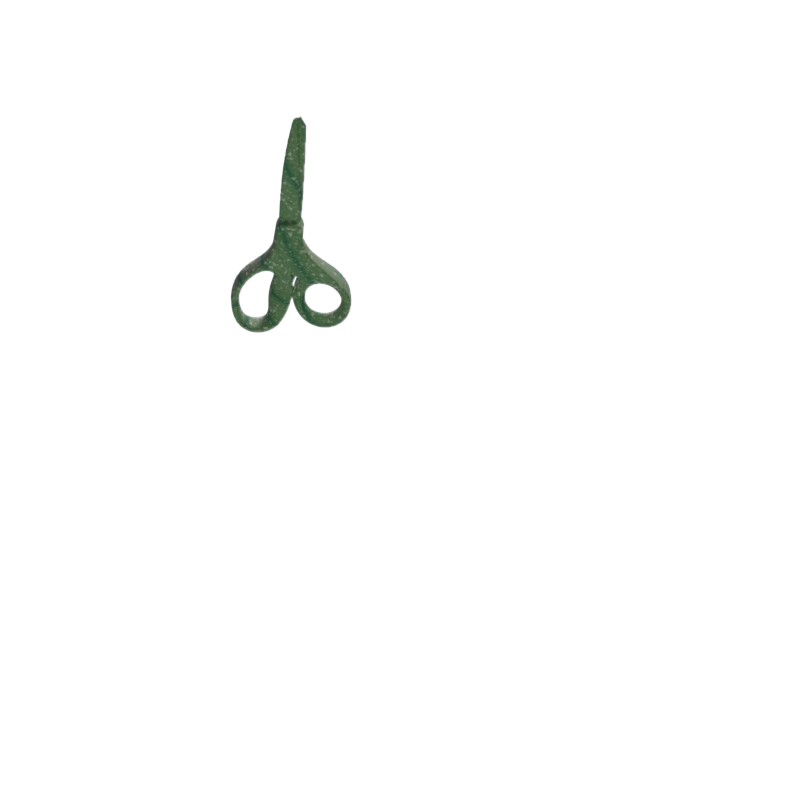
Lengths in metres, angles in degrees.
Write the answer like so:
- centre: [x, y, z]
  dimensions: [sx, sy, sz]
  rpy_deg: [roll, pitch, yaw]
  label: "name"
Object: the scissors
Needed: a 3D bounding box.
- centre: [-0.060, -0.109, 0.763]
  dimensions: [0.093, 0.017, 0.193]
  rpy_deg: [15, -42, -17]
  label: "scissors"
